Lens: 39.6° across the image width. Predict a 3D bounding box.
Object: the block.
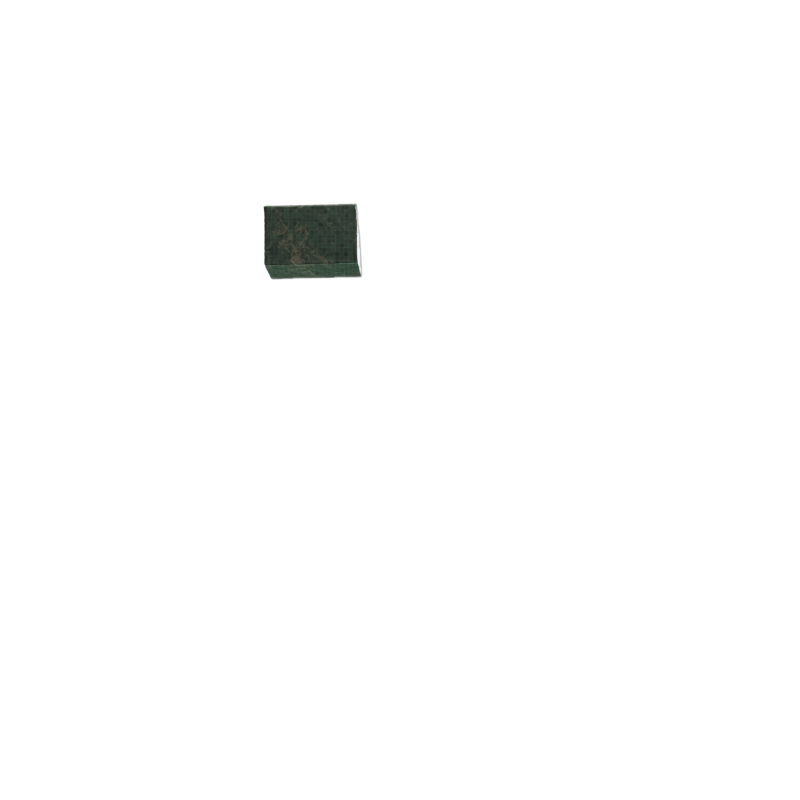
[{"bbox_3d":[-0.071,-0.130,0.909,0.078,0.053,0.051,-1,-11,3],"label":"block"}]
